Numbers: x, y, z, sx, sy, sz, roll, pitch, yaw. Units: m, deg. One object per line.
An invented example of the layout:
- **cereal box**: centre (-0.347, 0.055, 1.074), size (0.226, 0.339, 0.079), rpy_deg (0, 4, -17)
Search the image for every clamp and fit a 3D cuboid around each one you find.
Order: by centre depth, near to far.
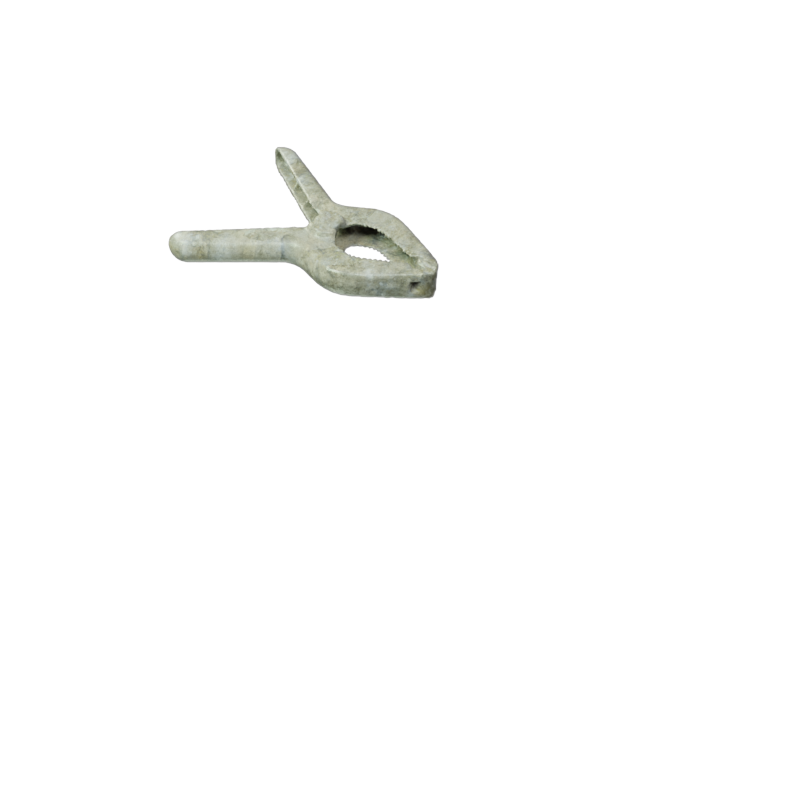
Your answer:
- **clamp**: centre (-0.070, -0.128, 0.896), size (0.222, 0.034, 0.167), rpy_deg (29, 51, 26)
